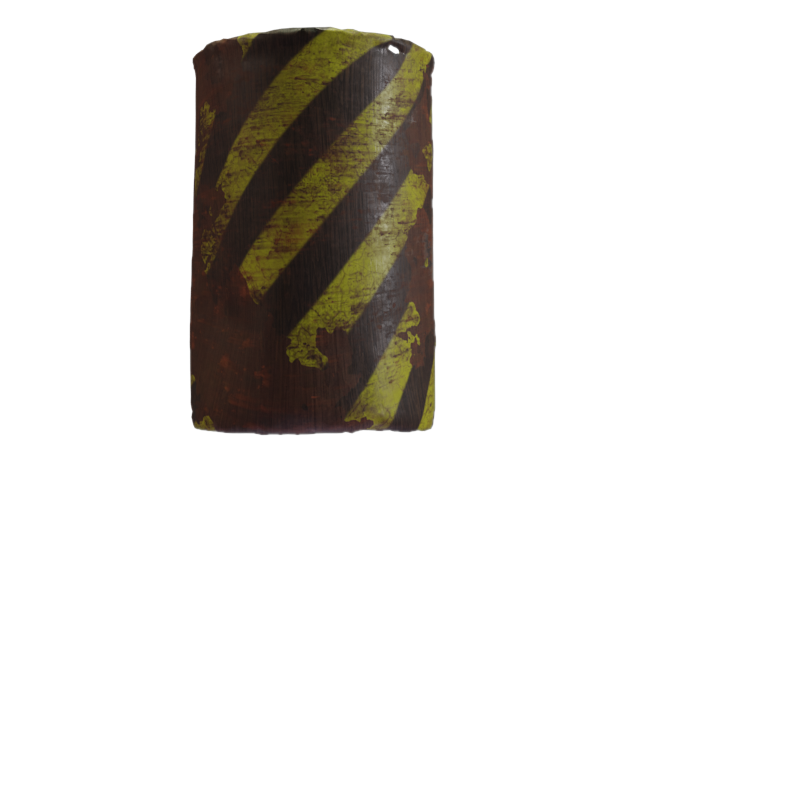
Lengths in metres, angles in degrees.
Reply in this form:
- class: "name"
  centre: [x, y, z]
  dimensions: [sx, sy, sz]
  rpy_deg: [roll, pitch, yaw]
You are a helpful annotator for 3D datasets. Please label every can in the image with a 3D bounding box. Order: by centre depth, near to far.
- class: "can"
  centre: [-0.024, -0.044, 0.306]
  dimensions: [0.068, 0.104, 0.068]
  rpy_deg: [0, -4, -2]
